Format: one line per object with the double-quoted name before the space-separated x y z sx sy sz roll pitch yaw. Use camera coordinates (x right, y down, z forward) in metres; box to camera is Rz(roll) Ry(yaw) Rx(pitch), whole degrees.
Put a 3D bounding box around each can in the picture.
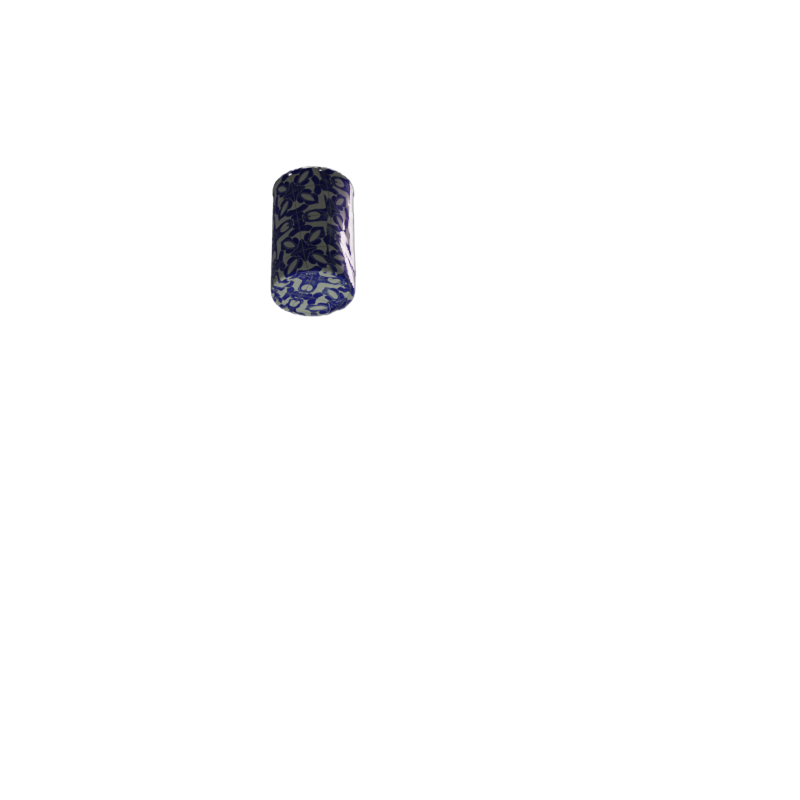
"can" -0.069 -0.127 0.888 0.068 0.109 0.064 -1 -32 -2
